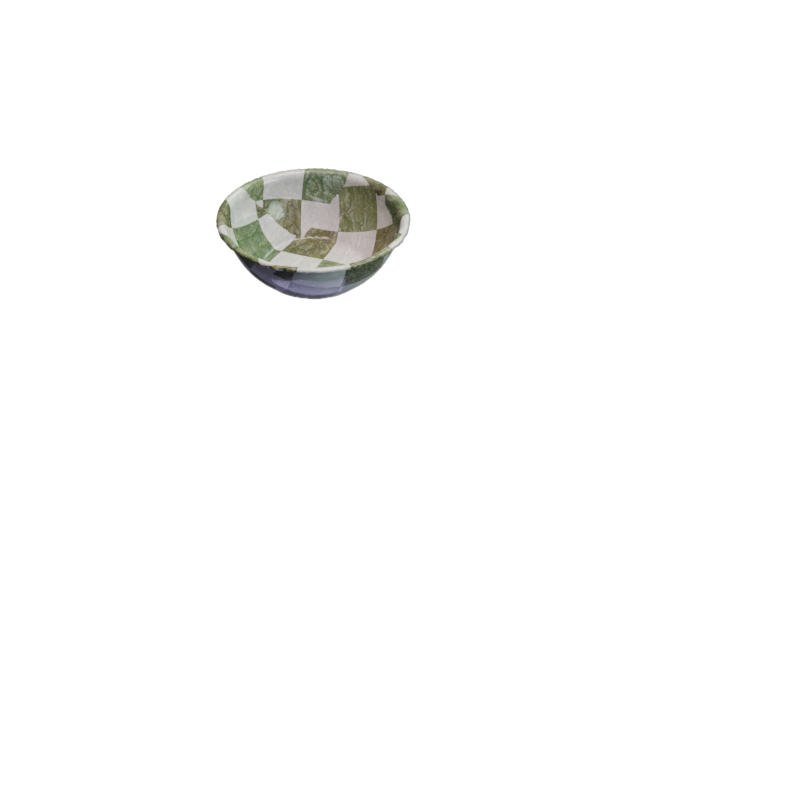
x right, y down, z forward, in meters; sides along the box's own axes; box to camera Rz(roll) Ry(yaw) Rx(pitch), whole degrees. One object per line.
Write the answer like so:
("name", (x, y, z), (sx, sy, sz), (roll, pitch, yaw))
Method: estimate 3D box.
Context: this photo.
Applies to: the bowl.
("bowl", (-0.073, -0.134, 0.936), (0.162, 0.051, 0.174), (-1, 39, -2))
